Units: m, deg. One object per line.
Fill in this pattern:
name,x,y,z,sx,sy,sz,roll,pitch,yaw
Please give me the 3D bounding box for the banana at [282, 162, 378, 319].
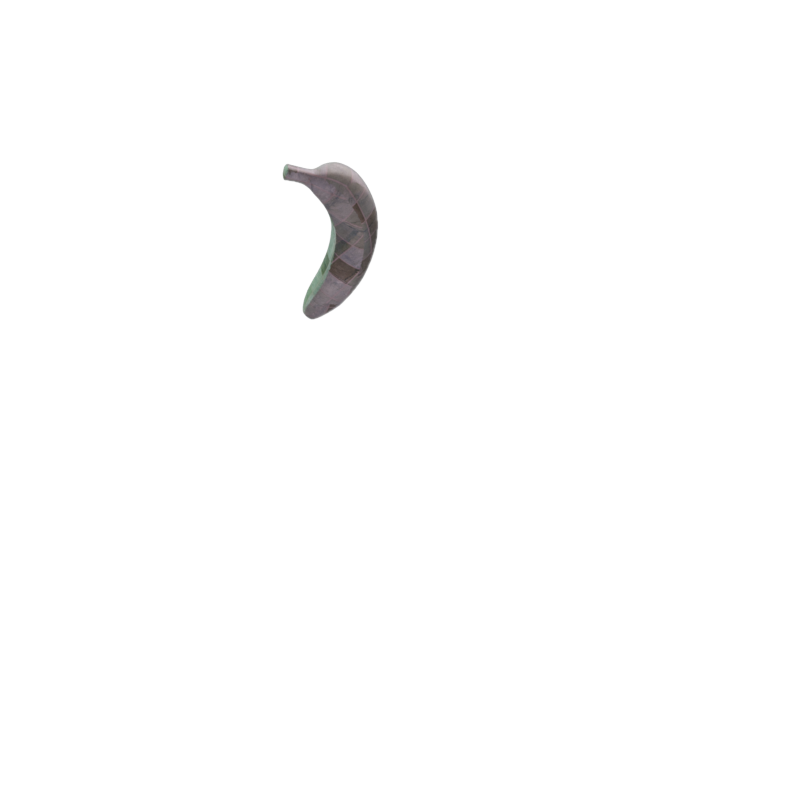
banana,-0.052,-0.132,0.900,0.070,0.039,0.184,-1,-34,1
